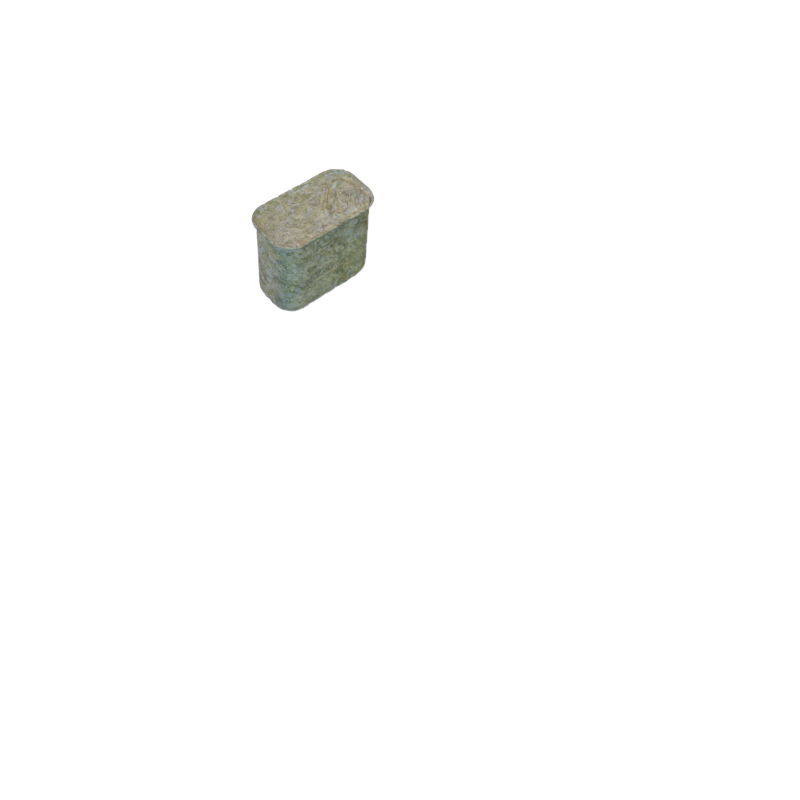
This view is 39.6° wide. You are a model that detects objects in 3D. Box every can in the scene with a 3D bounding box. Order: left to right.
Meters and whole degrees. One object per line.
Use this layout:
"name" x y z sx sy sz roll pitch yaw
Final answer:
"can" -0.073 -0.134 0.936 0.102 0.078 0.061 -33 60 -25
